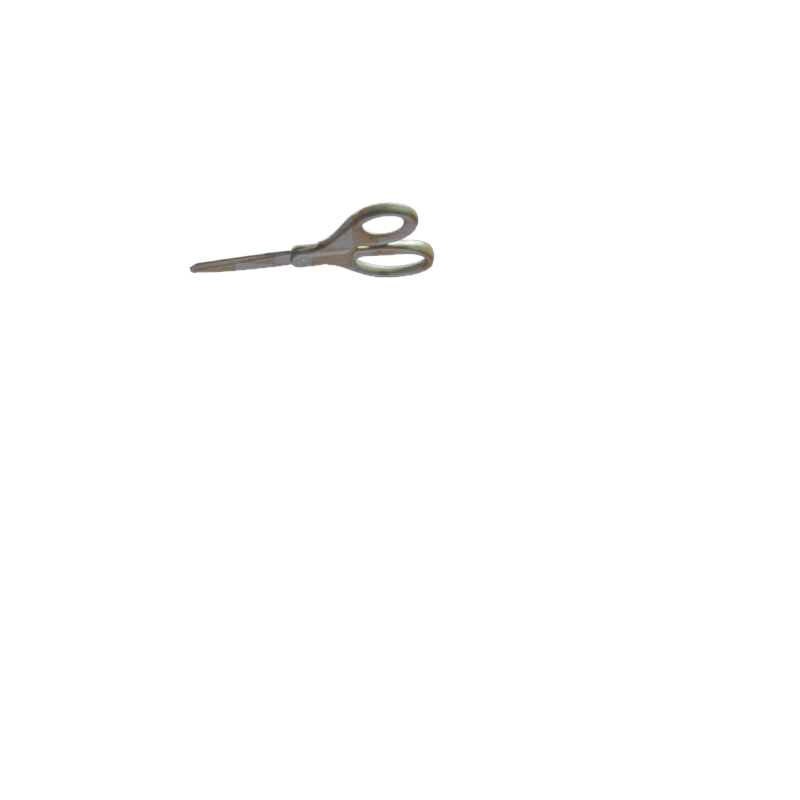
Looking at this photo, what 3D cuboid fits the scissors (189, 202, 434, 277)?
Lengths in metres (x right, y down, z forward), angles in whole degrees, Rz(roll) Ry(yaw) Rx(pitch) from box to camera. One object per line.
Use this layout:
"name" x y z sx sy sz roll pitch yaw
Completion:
"scissors" -0.071 -0.129 0.901 0.201 0.017 0.090 2 -33 -4
